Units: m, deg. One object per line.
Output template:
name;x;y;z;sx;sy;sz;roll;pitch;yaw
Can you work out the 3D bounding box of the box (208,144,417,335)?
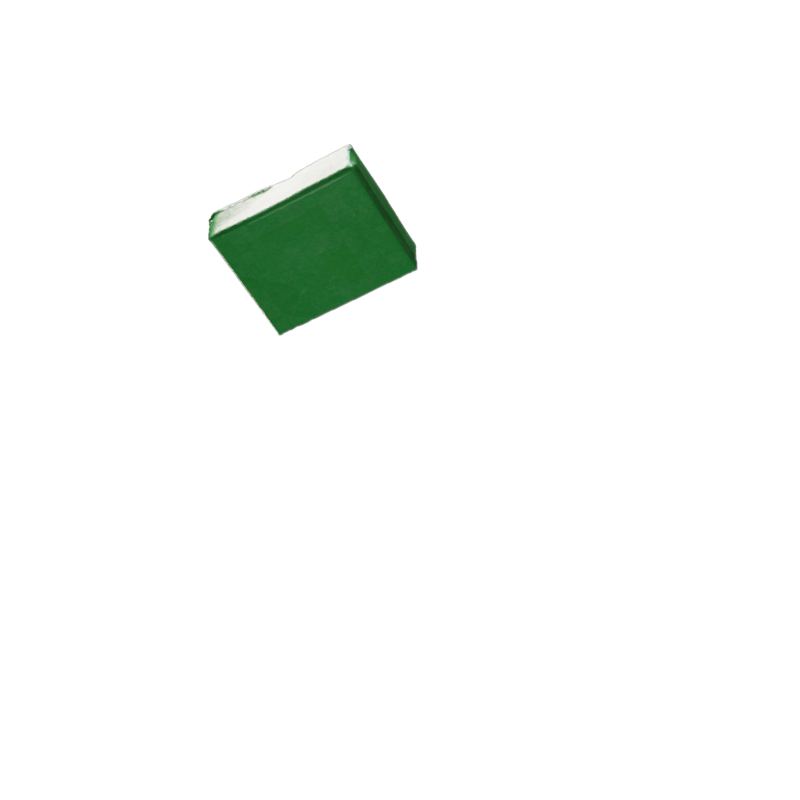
box;-0.046;-0.084;0.590;0.089;0.068;0.032;-24;33;16
